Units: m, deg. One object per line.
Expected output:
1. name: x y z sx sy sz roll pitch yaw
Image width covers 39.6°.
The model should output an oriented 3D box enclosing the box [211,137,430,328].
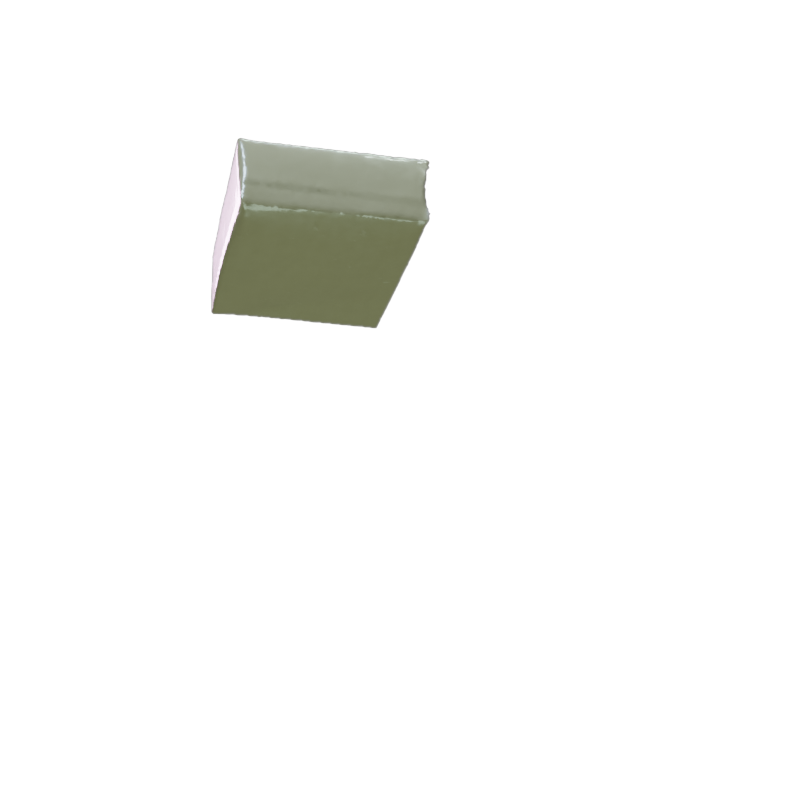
1. box: -0.042 -0.077 0.540 0.088 0.041 0.109 5 -24 -12
